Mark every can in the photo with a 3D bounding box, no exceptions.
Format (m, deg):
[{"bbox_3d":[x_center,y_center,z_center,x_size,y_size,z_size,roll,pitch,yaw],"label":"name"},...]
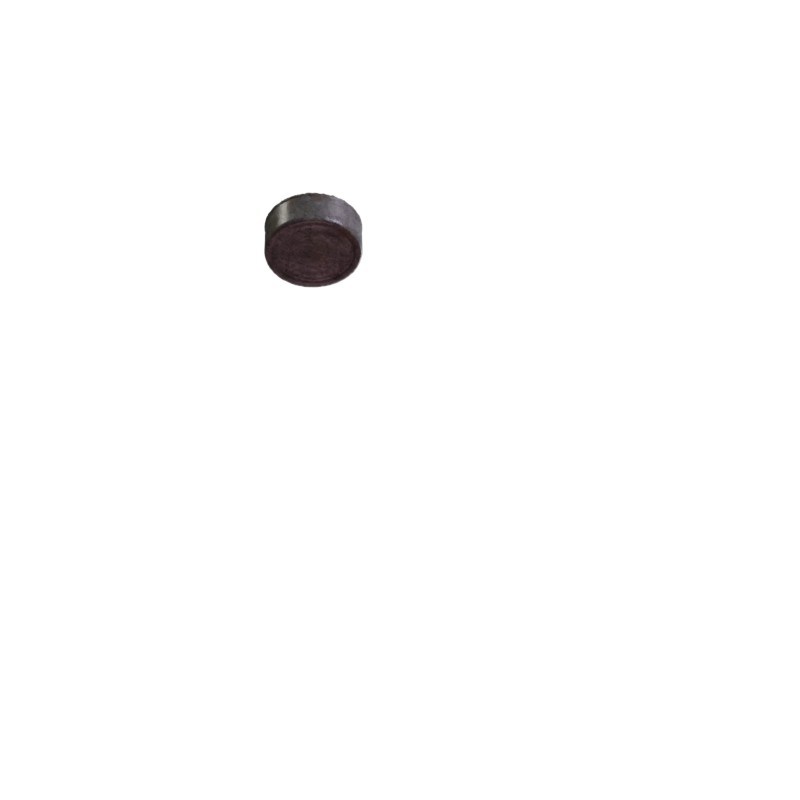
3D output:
[{"bbox_3d":[-0.075,-0.137,0.957,0.086,0.036,0.080,1,-41,-1],"label":"can"}]
